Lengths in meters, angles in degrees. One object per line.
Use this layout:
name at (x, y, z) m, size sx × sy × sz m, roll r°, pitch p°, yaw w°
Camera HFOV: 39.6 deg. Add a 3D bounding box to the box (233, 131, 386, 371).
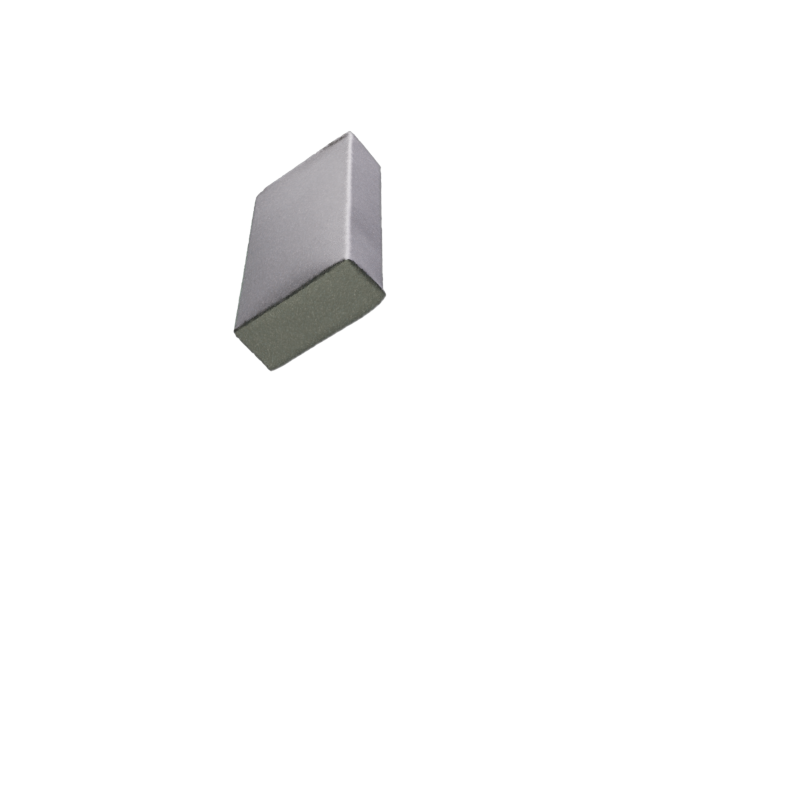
box at (-0.059, -0.107, 0.747) m, size 0.093 × 0.045 × 0.189 m, roll -31°, pitch 34°, yaw 19°
